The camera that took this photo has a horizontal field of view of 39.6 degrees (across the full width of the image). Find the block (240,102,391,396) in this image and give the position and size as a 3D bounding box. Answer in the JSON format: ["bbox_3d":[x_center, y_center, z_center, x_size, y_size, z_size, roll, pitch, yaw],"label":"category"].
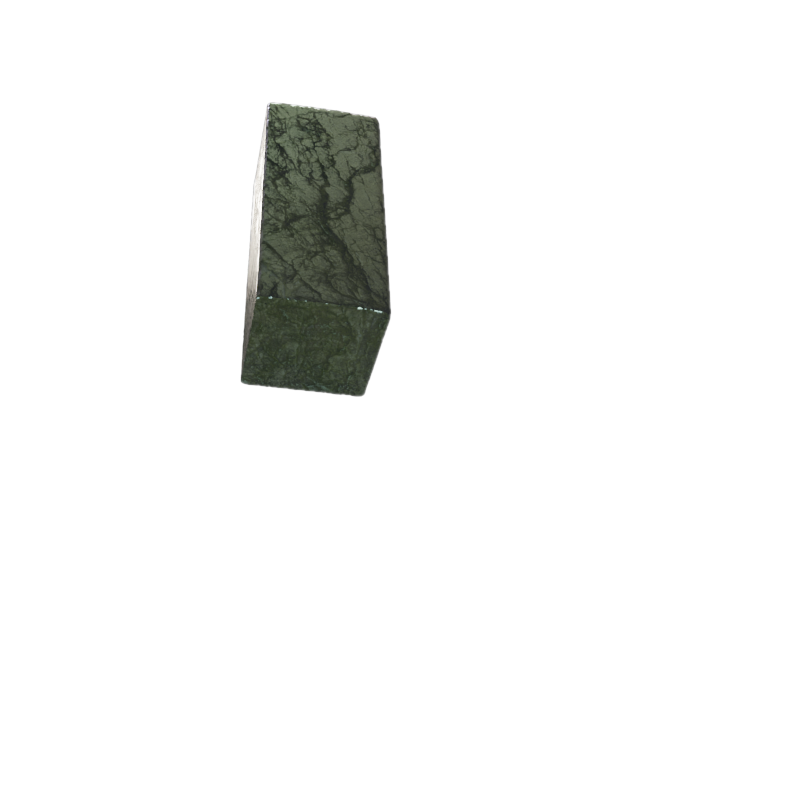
[{"bbox_3d":[-0.063,-0.116,0.809,0.089,0.221,0.086,6,-43,-11],"label":"block"}]
